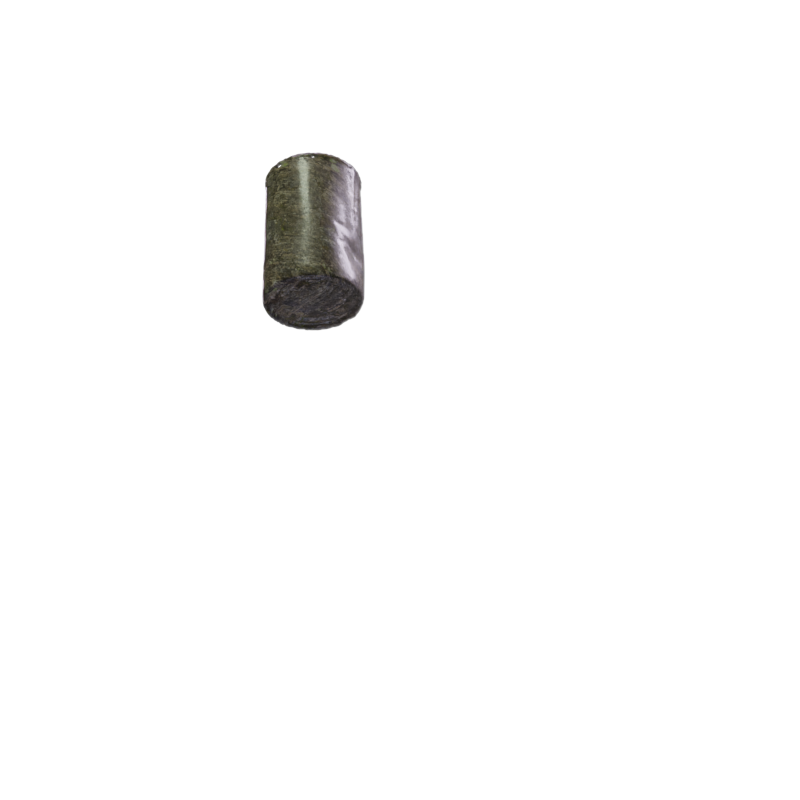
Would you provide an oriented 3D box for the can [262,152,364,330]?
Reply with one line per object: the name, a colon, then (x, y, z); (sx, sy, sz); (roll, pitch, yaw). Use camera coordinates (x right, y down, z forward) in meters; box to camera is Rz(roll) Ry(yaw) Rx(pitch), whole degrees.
can: (-0.059, -0.107, 0.751); (0.068, 0.109, 0.064); (-1, -33, -2)
